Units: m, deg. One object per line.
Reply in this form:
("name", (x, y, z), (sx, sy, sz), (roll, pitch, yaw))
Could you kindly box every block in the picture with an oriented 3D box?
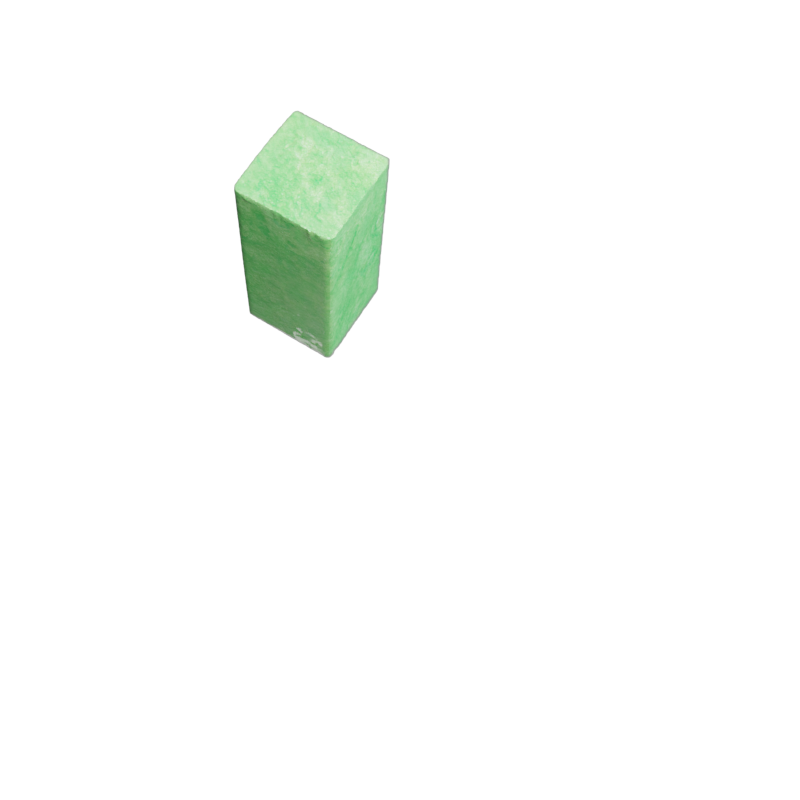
("block", (-0.073, -0.132, 0.924), (0.093, 0.093, 0.195), (30, -23, 10))
